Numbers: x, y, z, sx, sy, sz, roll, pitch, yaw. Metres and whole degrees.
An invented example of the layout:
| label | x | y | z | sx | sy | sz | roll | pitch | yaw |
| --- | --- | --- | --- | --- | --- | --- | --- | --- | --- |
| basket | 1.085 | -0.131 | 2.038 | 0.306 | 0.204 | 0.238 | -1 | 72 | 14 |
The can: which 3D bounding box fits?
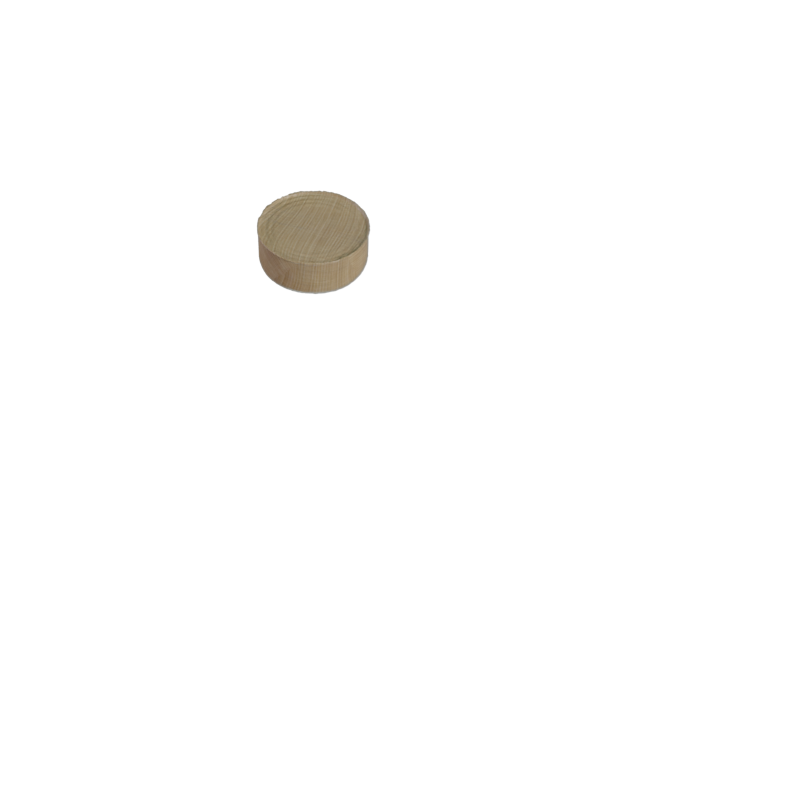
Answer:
| label | x | y | z | sx | sy | sz | roll | pitch | yaw |
| --- | --- | --- | --- | --- | --- | --- | --- | --- | --- |
| can | -0.066 | -0.121 | 0.848 | 0.086 | 0.092 | 0.031 | -1 | -45 | -1 |
